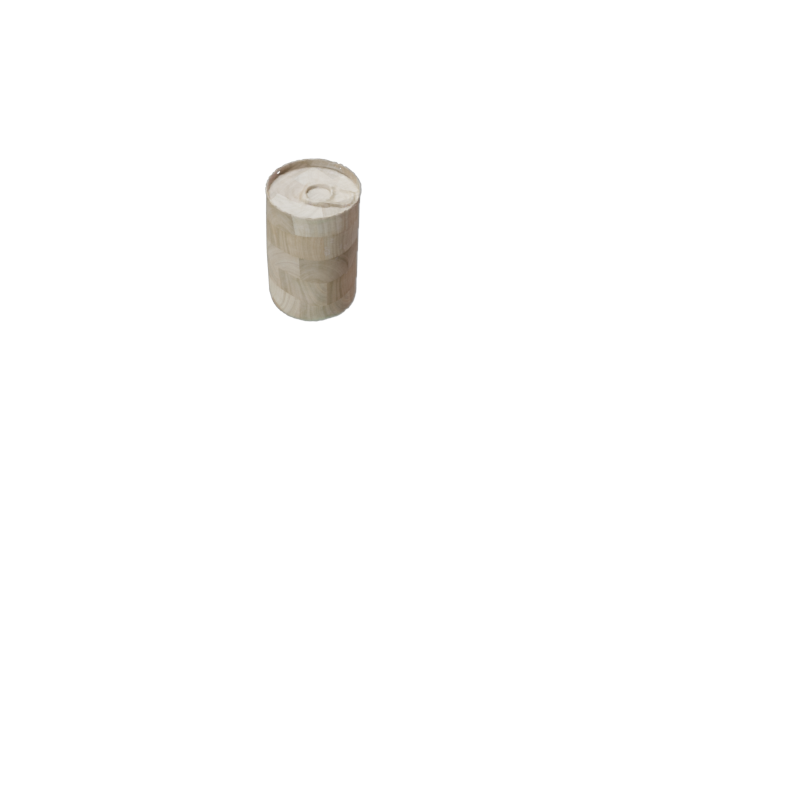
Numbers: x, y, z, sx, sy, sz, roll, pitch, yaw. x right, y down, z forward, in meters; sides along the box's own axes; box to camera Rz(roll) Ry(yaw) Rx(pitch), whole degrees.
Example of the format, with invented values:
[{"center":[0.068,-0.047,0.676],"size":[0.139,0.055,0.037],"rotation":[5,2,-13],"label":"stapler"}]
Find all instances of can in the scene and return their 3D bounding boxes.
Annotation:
[{"center":[-0.063,-0.116,0.811],"size":[0.068,0.095,0.074],"rotation":[0,45,-3],"label":"can"}]
